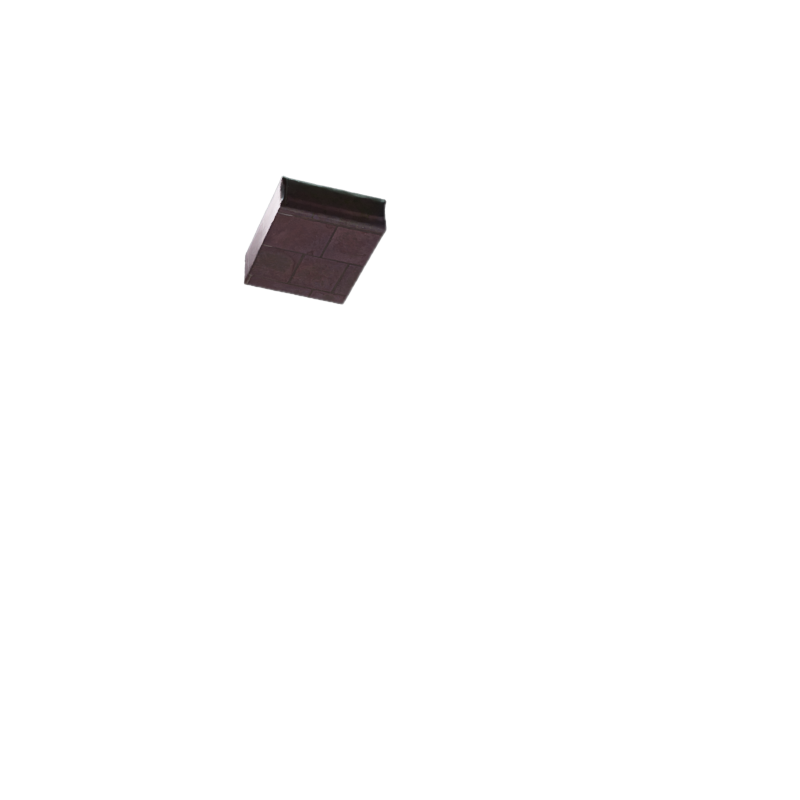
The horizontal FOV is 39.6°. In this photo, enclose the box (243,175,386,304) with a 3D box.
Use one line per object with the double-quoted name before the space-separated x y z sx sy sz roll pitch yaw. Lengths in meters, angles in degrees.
"box" -0.058 -0.106 0.739 0.071 0.032 0.086 12 -37 -17
